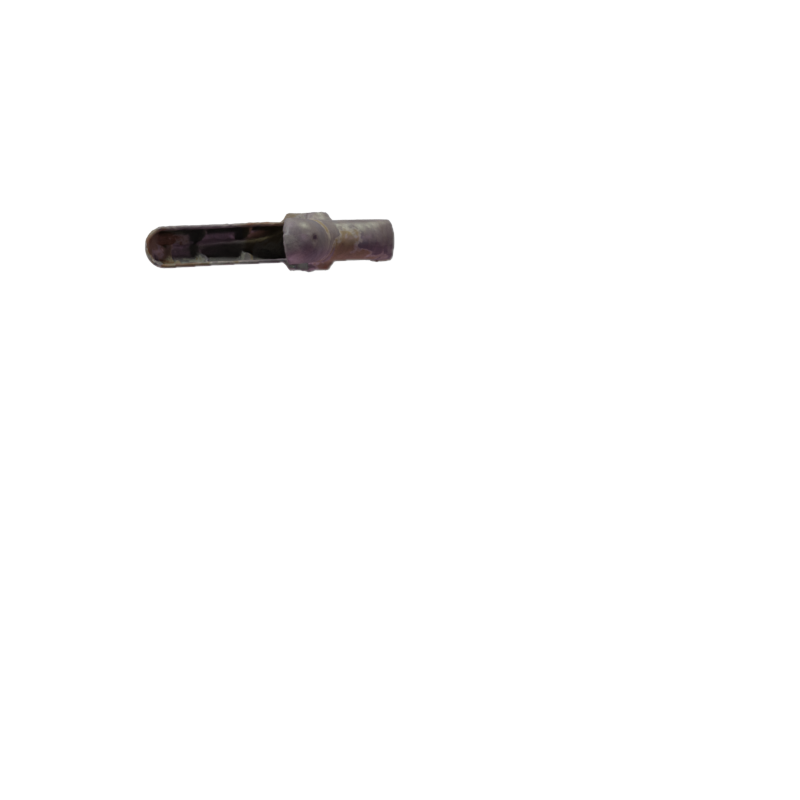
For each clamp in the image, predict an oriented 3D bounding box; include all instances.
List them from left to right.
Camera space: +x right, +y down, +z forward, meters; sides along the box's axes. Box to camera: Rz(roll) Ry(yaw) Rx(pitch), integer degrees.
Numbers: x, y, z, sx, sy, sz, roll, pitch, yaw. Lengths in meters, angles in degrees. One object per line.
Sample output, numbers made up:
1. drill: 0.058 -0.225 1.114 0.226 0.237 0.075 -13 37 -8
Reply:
1. clamp: -0.052 -0.095 0.664 0.167 0.038 0.126 -12 17 -43
